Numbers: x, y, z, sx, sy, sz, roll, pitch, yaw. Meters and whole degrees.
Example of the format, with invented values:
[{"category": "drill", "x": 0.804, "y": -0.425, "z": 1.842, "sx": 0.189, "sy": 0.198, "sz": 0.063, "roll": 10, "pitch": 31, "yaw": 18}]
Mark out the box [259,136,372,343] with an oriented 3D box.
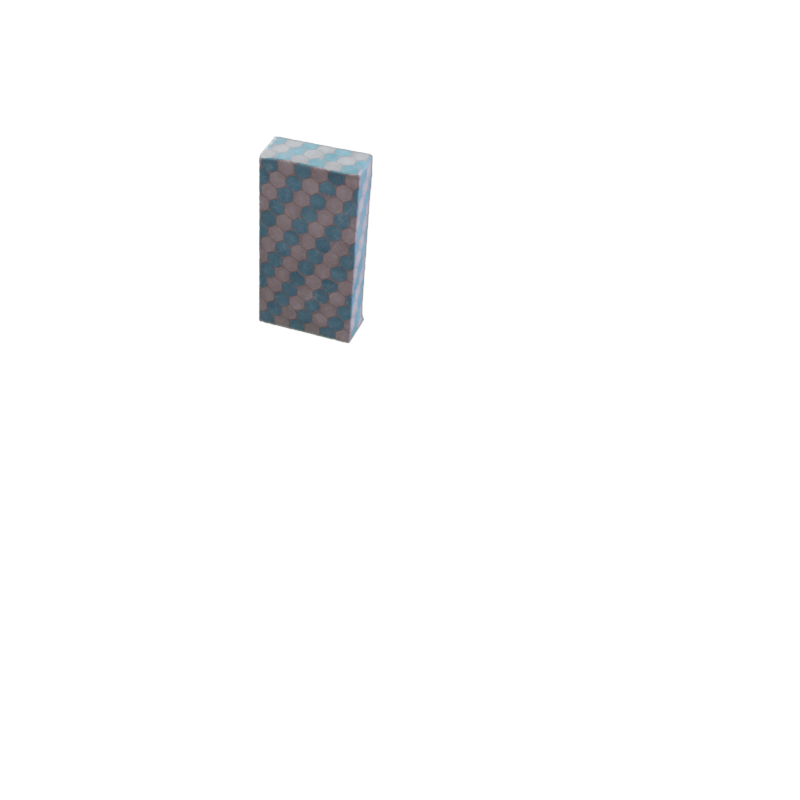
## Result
[{"category": "box", "x": -0.077, "y": -0.140, "z": 0.982, "sx": 0.096, "sy": 0.165, "sz": 0.050, "roll": 14, "pitch": 39, "yaw": 14}]
